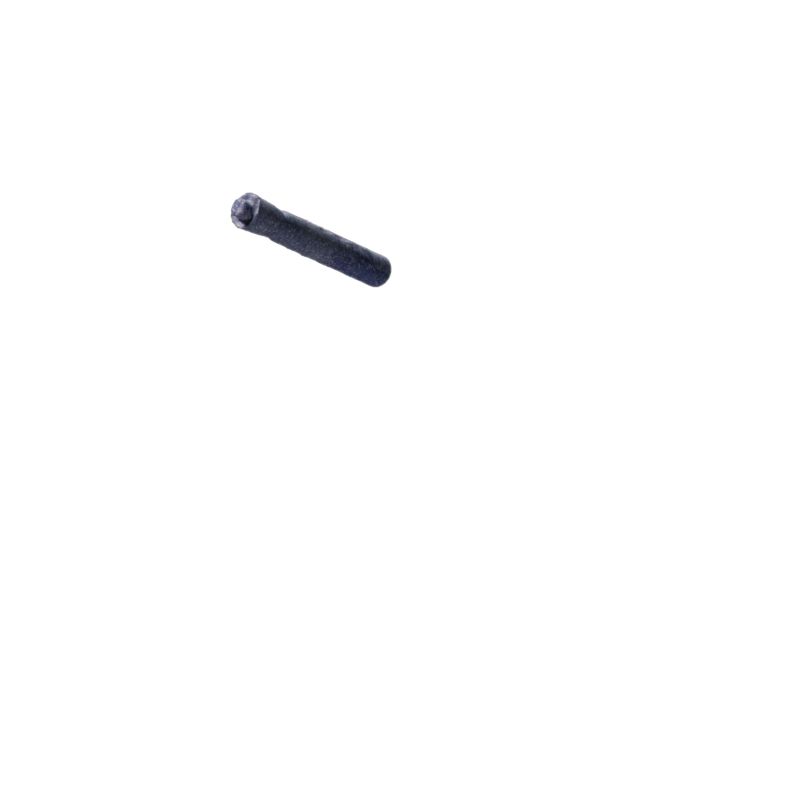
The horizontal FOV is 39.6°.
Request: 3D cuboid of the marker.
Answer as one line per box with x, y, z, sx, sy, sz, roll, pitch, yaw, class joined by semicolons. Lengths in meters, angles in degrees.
-0.046;-0.083;0.582;0.021;0.020;0.114;3;-9;37;marker
